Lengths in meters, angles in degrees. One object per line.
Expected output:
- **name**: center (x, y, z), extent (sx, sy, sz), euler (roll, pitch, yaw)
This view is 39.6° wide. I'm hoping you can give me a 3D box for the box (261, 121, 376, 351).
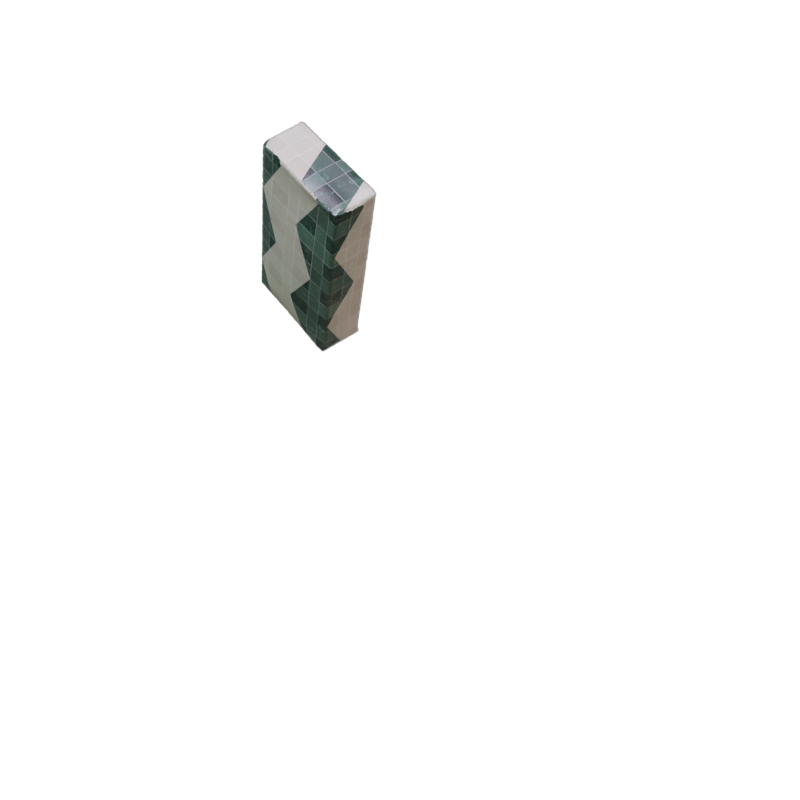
- **box**: center (-0.069, -0.125, 0.876), extent (0.048, 0.099, 0.165), euler (-31, -26, -22)
